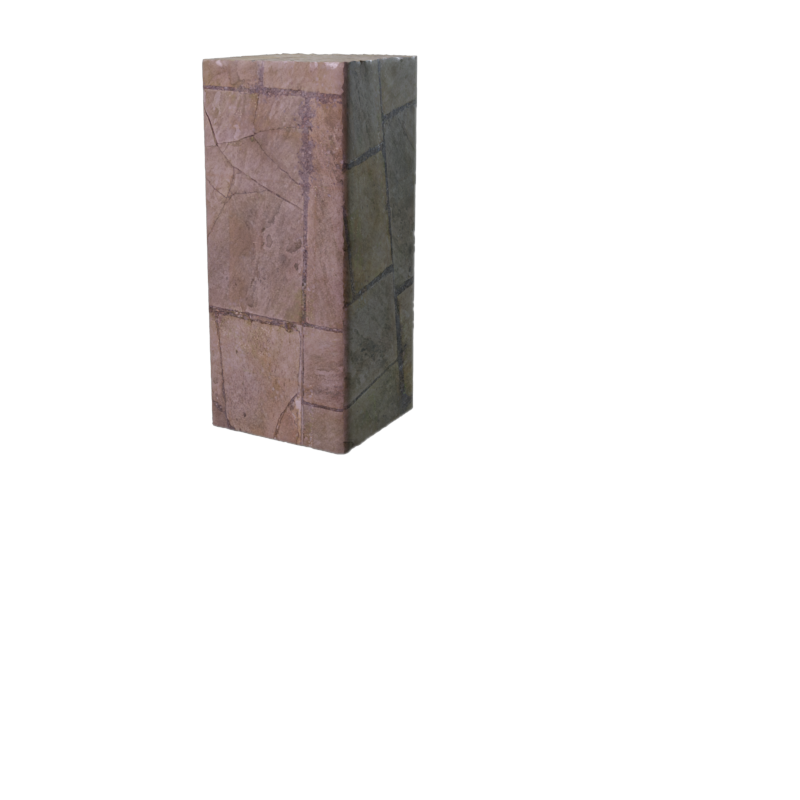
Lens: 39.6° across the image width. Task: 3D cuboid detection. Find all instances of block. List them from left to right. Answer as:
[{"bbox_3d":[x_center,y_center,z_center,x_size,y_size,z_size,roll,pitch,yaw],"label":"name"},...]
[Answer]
[{"bbox_3d":[-0.049,-0.089,0.622,0.094,0.200,0.089,8,15,27],"label":"block"}]
